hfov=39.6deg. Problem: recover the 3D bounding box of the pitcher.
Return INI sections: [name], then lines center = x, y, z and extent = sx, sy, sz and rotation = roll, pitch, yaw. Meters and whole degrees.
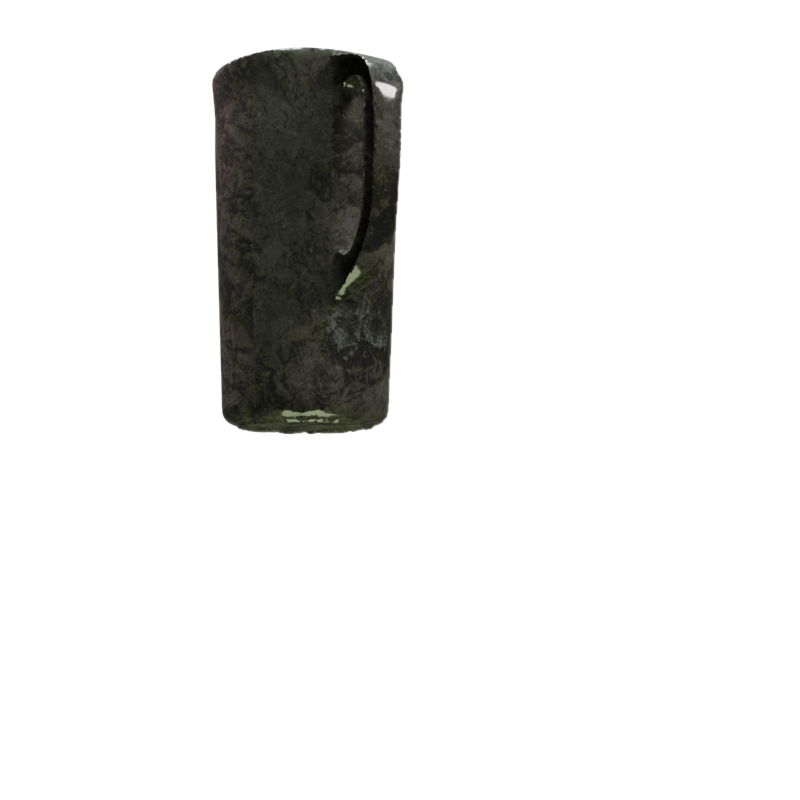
[pitcher]
center = -0.057, -0.105, 0.734
extent = 0.147, 0.251, 0.142
rotation = -4, -12, 13
